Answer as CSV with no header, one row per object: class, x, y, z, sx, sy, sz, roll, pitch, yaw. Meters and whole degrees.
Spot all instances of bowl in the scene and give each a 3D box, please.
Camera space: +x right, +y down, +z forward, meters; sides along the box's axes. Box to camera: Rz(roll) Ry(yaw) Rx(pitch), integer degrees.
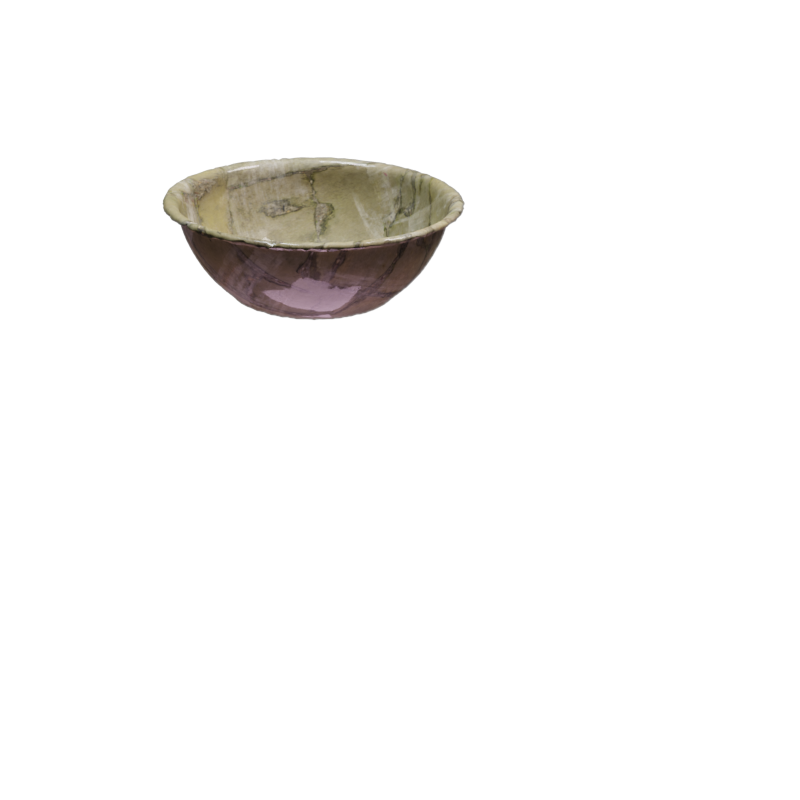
bowl,-0.048,-0.087,0.607,0.162,0.052,0.171,-1,26,-2
